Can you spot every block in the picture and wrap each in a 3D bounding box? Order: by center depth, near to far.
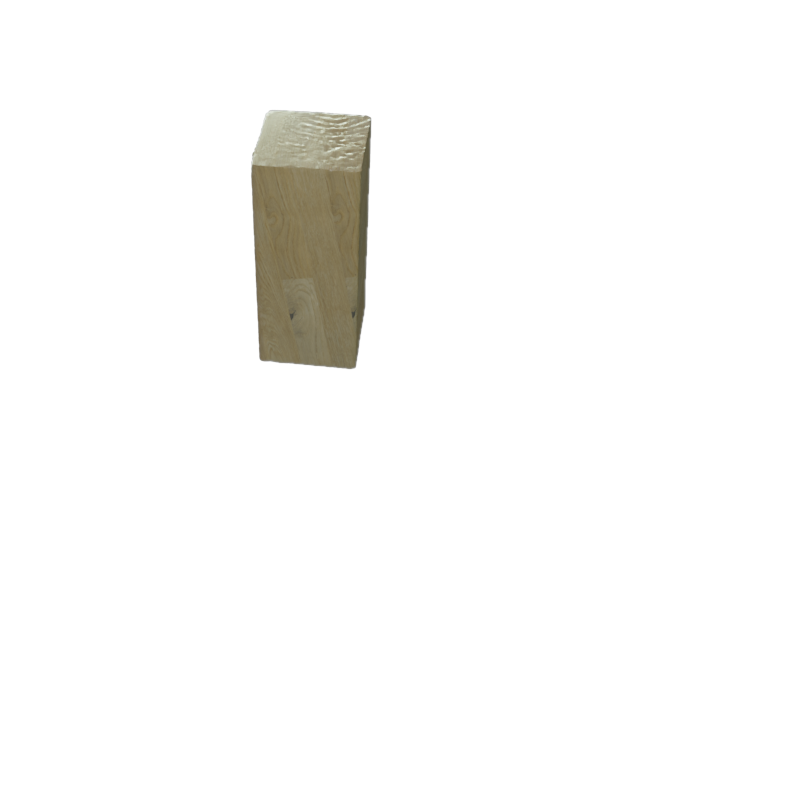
[{"bbox_3d":[-0.075,-0.136,0.954,0.091,0.192,0.096,5,40,2],"label":"block"}]
